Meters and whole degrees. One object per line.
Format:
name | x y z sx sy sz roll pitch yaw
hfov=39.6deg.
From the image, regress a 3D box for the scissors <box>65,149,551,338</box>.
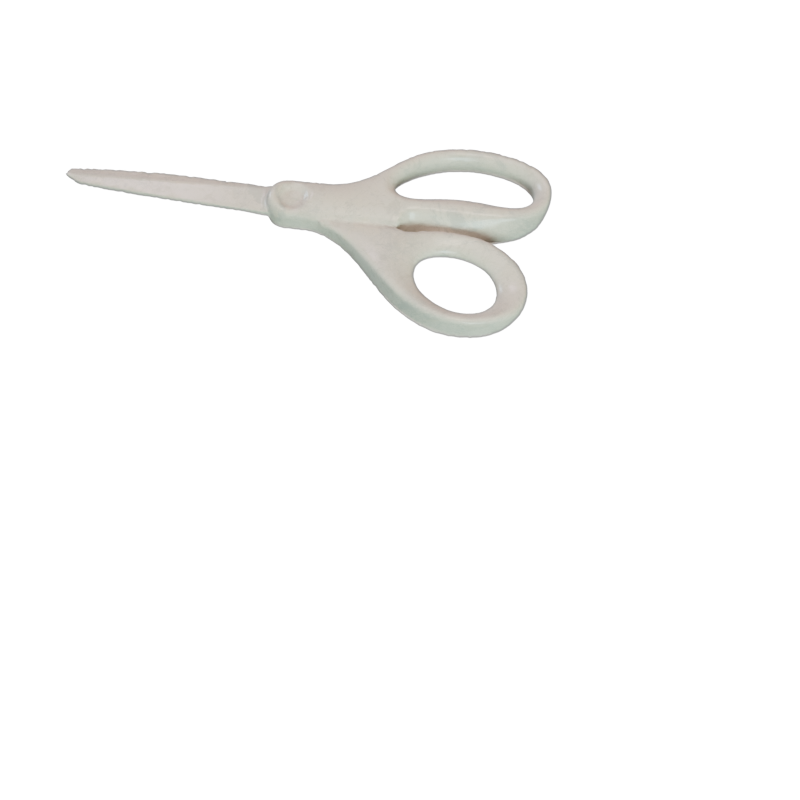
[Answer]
scissors | -0.035 -0.064 0.451 0.201 0.103 0.015 -5 -32 -3
